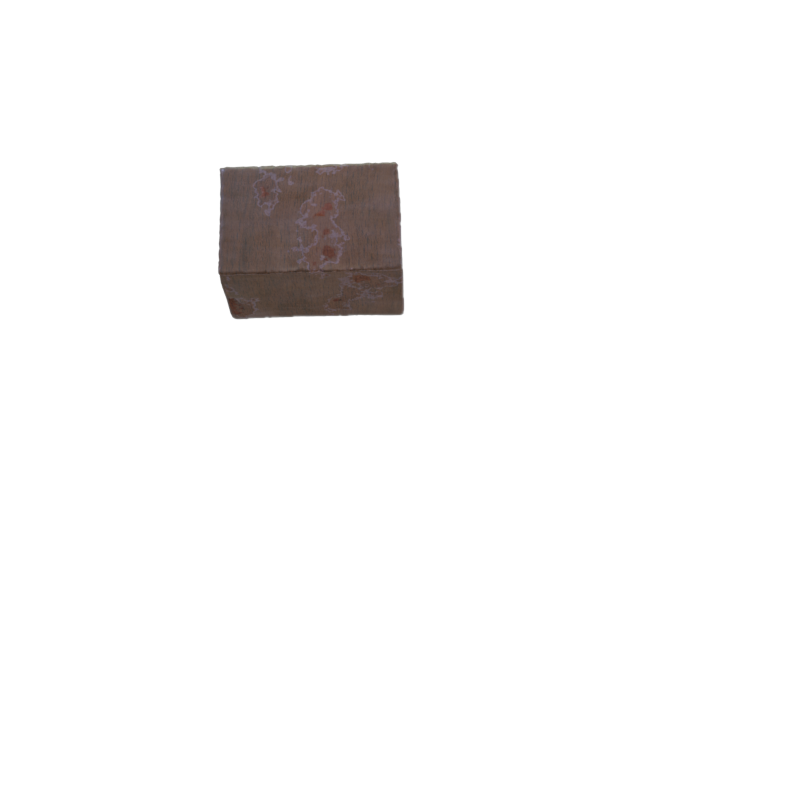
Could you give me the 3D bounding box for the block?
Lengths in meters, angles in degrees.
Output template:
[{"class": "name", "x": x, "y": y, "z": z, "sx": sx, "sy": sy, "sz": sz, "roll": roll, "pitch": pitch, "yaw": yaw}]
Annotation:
[{"class": "block", "x": -0.038, "y": -0.068, "z": 0.479, "sx": 0.078, "sy": 0.054, "sz": 0.050, "roll": -1, "pitch": -21, "yaw": 1}]
